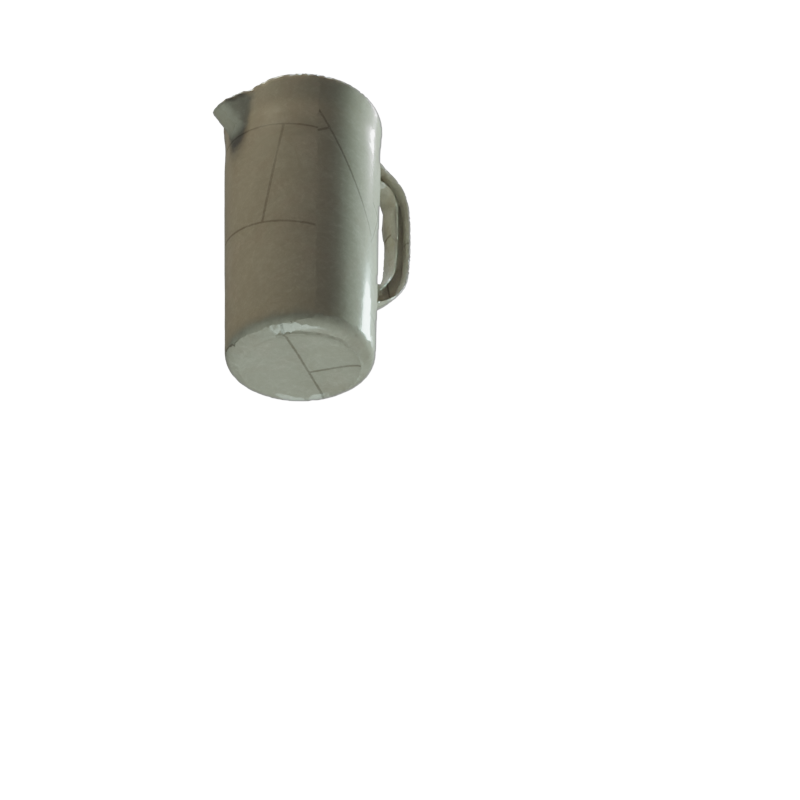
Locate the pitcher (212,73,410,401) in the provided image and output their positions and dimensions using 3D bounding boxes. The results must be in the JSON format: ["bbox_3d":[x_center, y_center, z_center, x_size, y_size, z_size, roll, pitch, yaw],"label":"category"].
[{"bbox_3d":[-0.068,-0.123,0.864,0.150,0.260,0.134,-5,-36,4],"label":"pitcher"}]
